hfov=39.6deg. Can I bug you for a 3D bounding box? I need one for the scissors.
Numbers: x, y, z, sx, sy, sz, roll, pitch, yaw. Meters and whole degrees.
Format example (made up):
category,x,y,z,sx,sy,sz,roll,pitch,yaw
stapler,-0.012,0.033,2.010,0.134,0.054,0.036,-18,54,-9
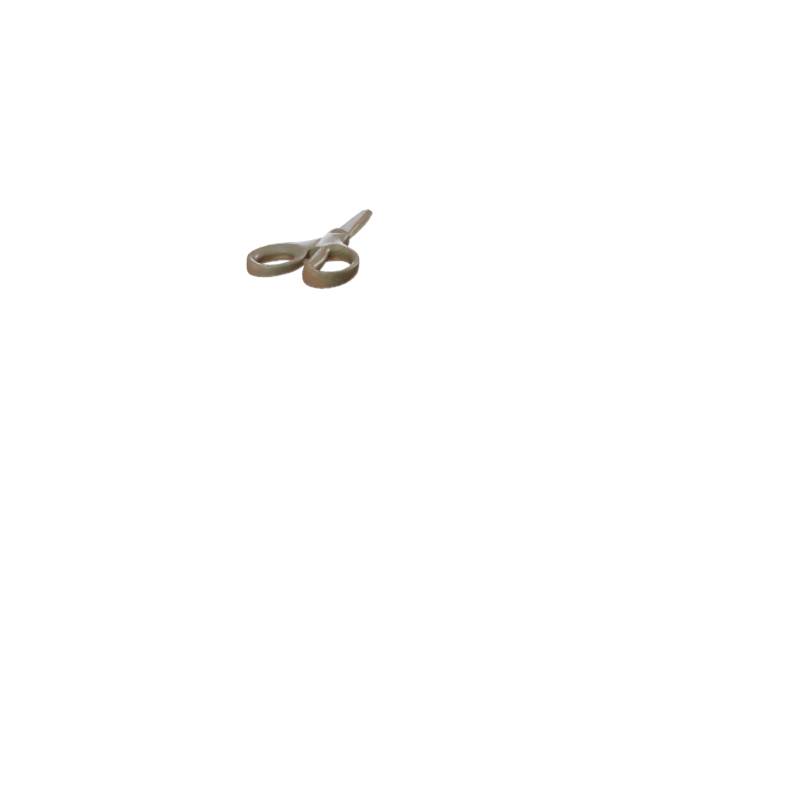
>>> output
category,x,y,z,sx,sy,sz,roll,pitch,yaw
scissors,-0.071,-0.130,0.909,0.096,0.015,0.211,0,23,0
